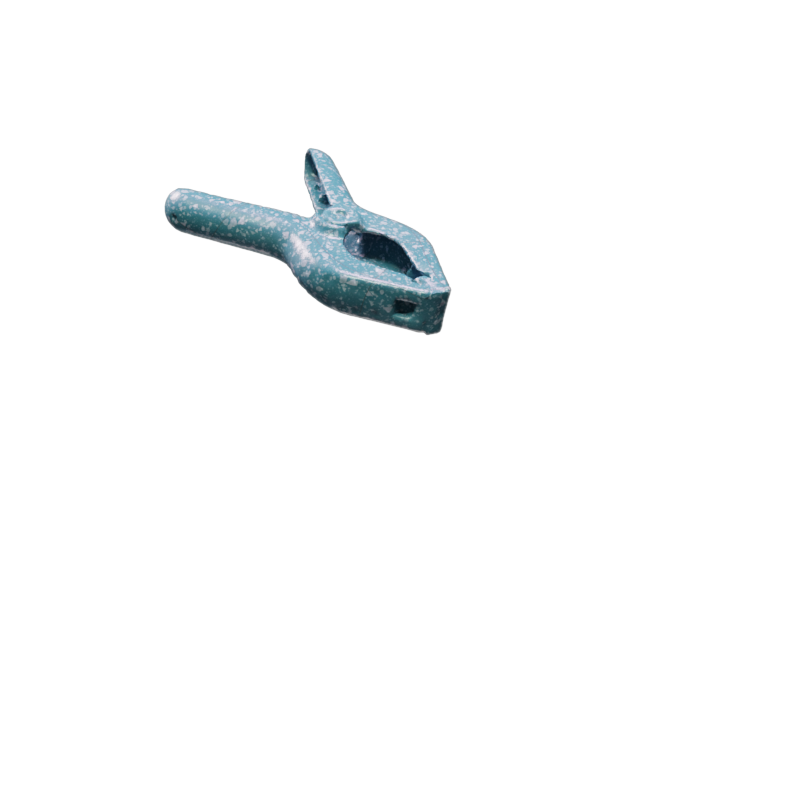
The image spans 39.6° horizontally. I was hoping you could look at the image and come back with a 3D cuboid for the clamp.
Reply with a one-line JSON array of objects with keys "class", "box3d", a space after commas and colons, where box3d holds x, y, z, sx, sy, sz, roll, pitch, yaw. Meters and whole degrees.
[{"class": "clamp", "box3d": [-0.048, -0.088, 0.614, 0.119, 0.037, 0.185, -23, 43, -27]}]
